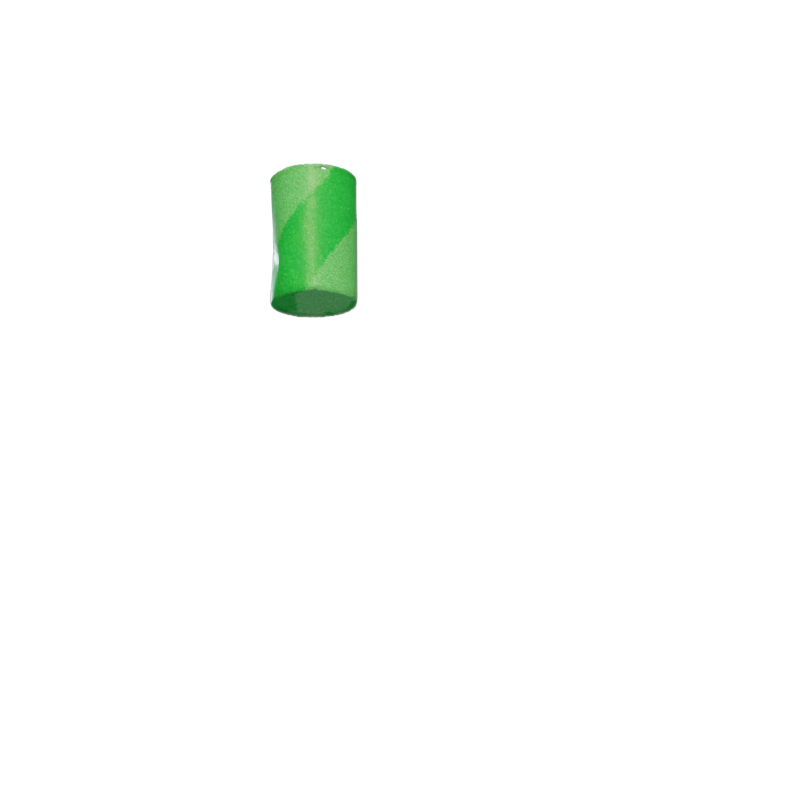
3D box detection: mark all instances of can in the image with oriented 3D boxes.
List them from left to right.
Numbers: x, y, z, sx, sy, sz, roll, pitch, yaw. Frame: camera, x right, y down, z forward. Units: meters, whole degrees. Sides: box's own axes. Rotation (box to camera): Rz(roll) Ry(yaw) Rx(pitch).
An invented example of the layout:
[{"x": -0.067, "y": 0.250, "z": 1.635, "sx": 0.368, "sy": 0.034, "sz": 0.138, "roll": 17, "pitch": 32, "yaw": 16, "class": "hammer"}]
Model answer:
[{"x": -0.067, "y": -0.121, "z": 0.850, "sx": 0.068, "sy": 0.107, "sz": 0.066, "roll": 0, "pitch": -19, "yaw": -2, "class": "can"}]
